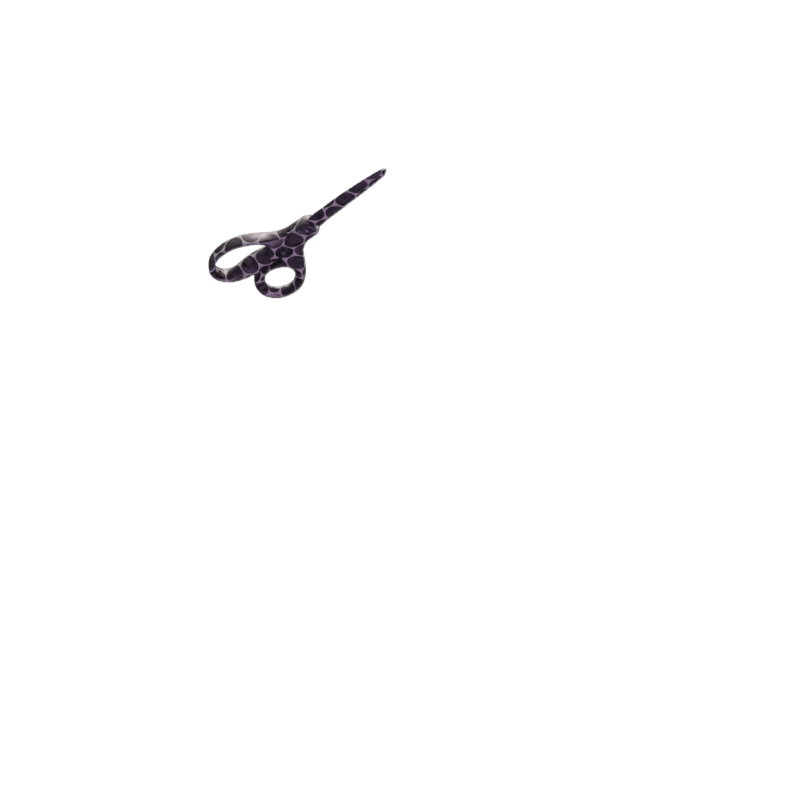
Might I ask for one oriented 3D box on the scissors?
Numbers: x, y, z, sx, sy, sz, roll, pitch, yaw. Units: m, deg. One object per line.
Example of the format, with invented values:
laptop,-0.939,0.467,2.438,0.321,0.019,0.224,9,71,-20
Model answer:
scissors,-0.076,-0.138,0.968,0.203,0.017,0.089,-18,-37,26
